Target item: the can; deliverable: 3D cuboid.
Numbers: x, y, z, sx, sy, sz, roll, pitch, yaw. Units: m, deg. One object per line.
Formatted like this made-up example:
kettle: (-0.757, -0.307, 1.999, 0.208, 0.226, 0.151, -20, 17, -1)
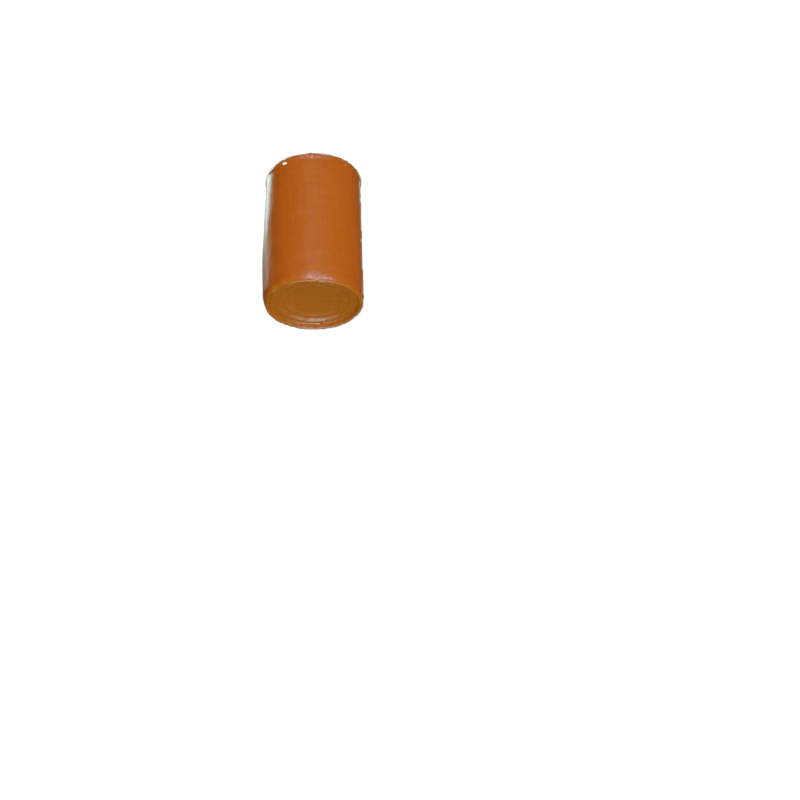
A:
can: (-0.059, -0.108, 0.756, 0.068, 0.109, 0.064, -1, -31, -2)
